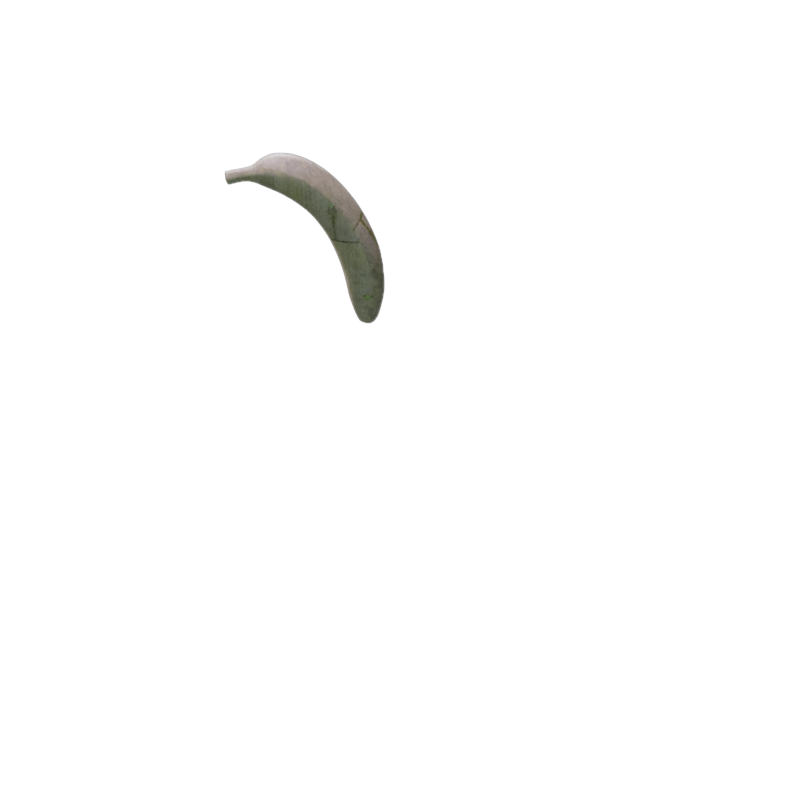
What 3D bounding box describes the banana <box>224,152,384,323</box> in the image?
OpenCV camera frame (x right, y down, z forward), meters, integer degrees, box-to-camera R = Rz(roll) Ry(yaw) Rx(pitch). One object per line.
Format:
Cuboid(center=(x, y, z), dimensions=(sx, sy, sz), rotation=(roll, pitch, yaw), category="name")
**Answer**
Cuboid(center=(-0.063, -0.149, 0.957), dimensions=(0.069, 0.187, 0.039), rotation=(-35, 26, 19), category="banana")
